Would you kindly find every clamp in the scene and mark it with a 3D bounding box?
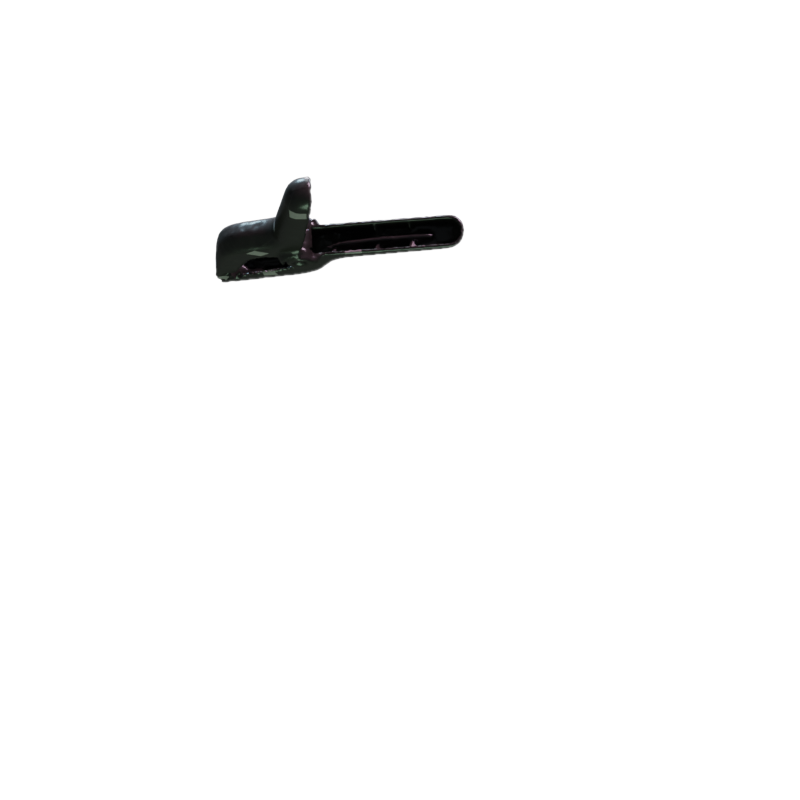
[{"bbox_3d":[-0.067,-0.123,0.860,0.157,0.037,0.213,6,-11,-36],"label":"clamp"}]
